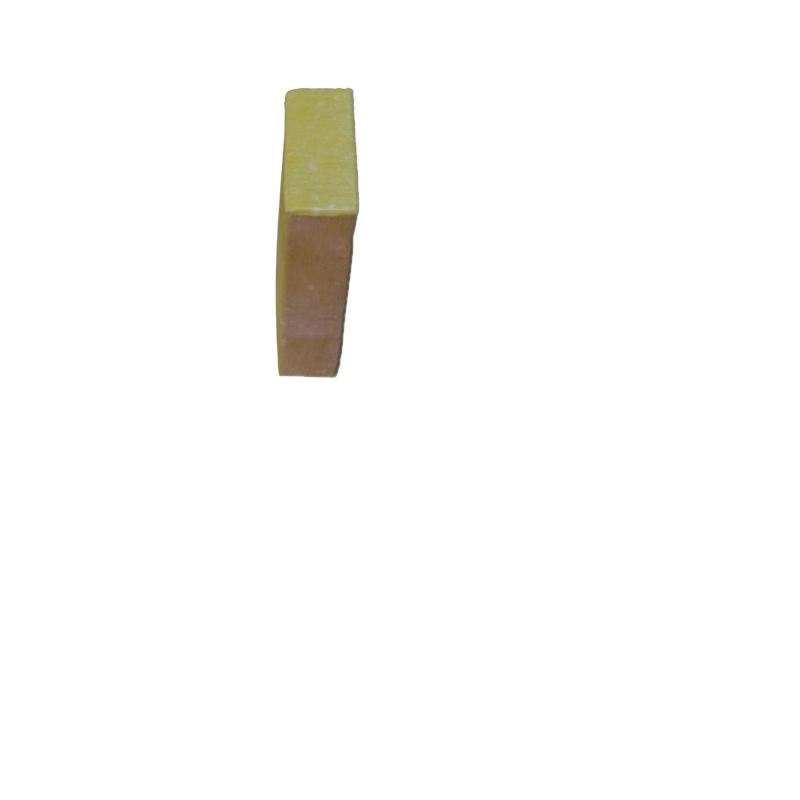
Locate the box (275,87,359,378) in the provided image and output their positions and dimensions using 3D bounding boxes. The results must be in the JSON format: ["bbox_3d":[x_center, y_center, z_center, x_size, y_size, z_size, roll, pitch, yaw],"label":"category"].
[{"bbox_3d":[-0.053,-0.096,0.671,0.048,0.100,0.165,0,-32,-4],"label":"box"}]
